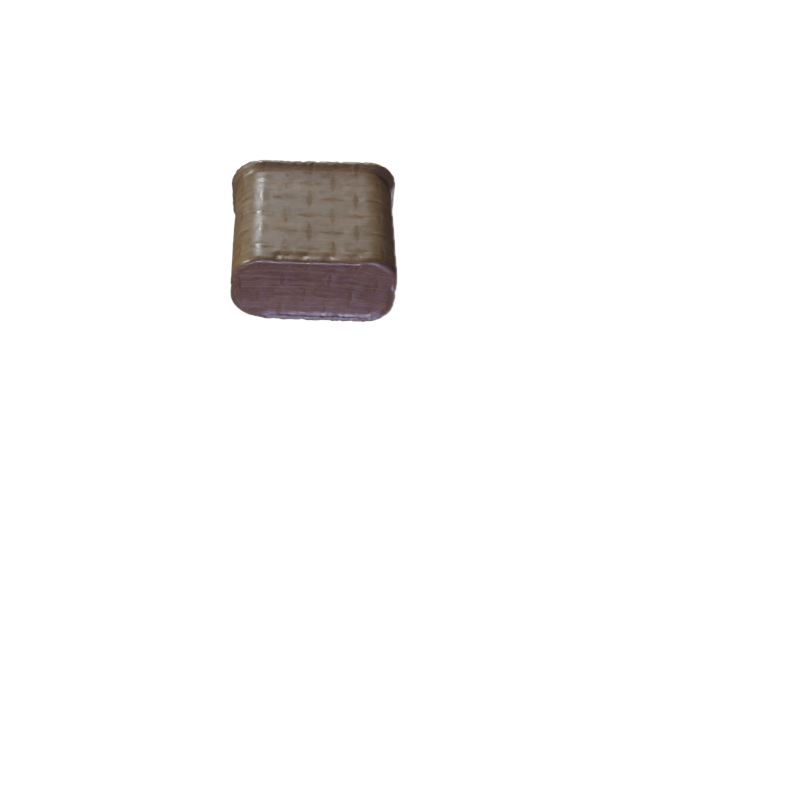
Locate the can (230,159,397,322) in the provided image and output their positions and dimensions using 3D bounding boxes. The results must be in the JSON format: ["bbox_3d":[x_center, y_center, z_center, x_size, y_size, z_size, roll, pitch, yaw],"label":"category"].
[{"bbox_3d":[-0.053,-0.096,0.669,0.101,0.090,0.054,1,-41,-3],"label":"can"}]
